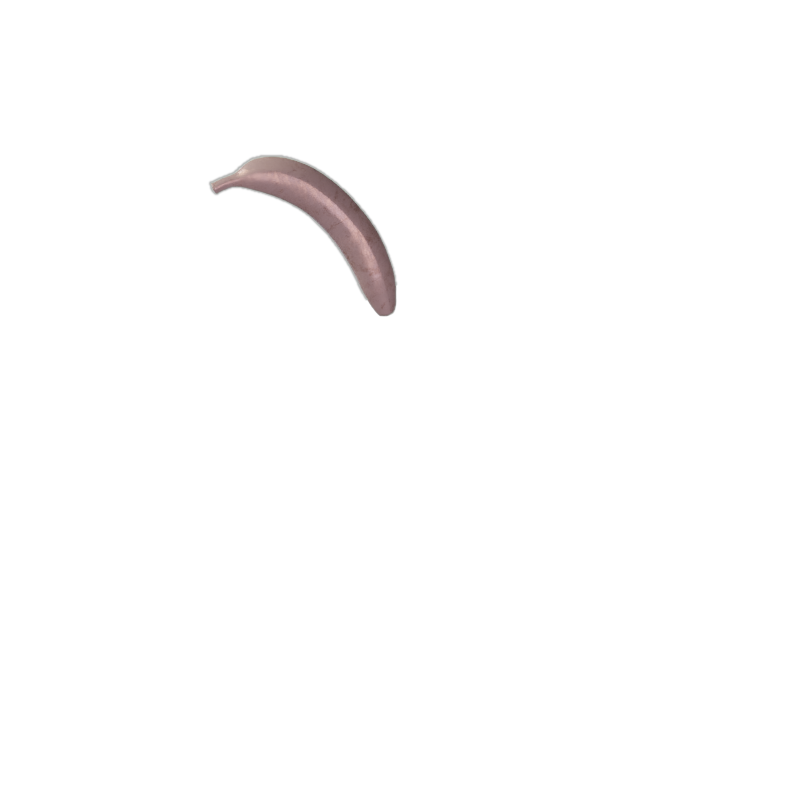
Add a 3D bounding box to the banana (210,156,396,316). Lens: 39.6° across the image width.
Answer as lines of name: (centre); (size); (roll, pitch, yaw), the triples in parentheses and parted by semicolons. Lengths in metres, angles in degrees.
banana: (-0.067, -0.155, 0.967); (0.193, 0.069, 0.038); (37, 12, -9)
